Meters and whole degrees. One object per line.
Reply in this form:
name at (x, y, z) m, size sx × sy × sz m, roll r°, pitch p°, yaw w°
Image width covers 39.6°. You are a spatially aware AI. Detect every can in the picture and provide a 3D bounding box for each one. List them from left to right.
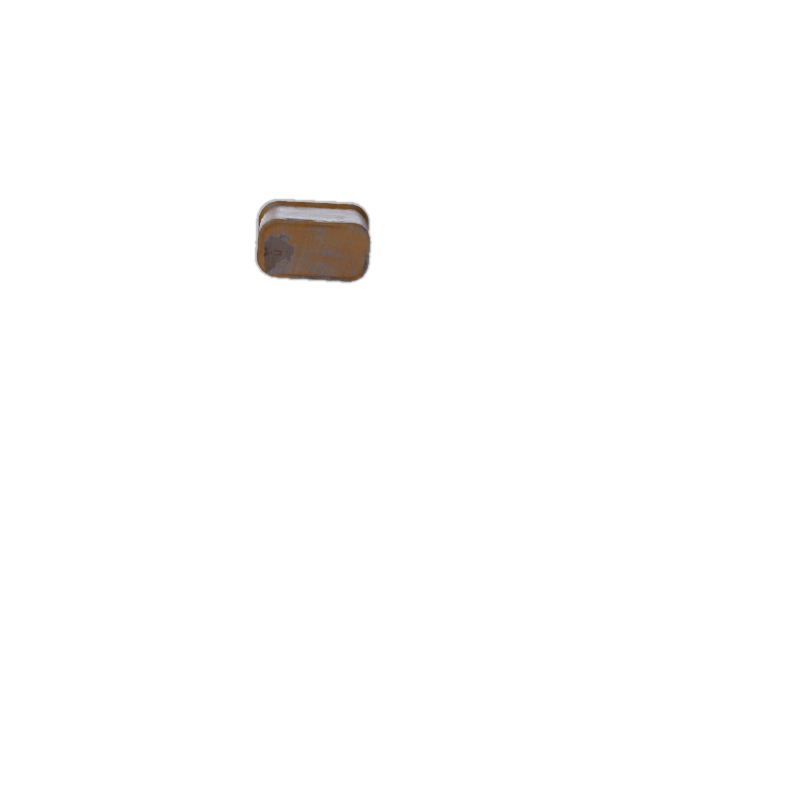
can at (-0.076, -0.139, 0.972) m, size 0.102 × 0.056 × 0.087 m, roll 2°, pitch 17°, yaw -3°
